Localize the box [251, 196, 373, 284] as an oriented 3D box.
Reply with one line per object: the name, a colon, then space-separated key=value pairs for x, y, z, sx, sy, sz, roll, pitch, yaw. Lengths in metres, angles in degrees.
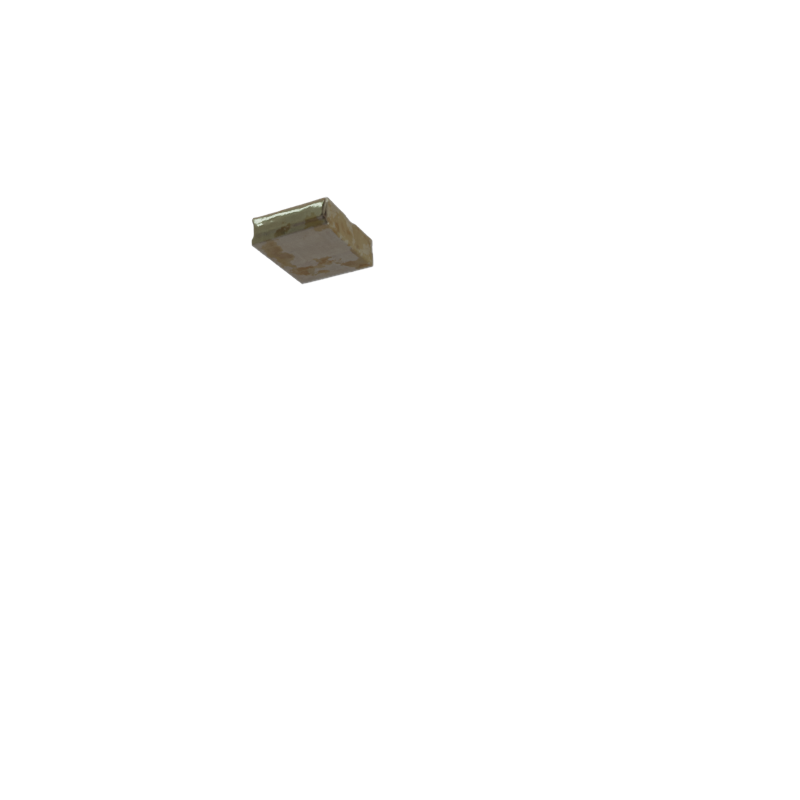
box: x=-0.075 y=-0.136 z=0.953 sx=0.074 sy=0.032 sz=0.083 roll=-12 pitch=-26 yaw=25
